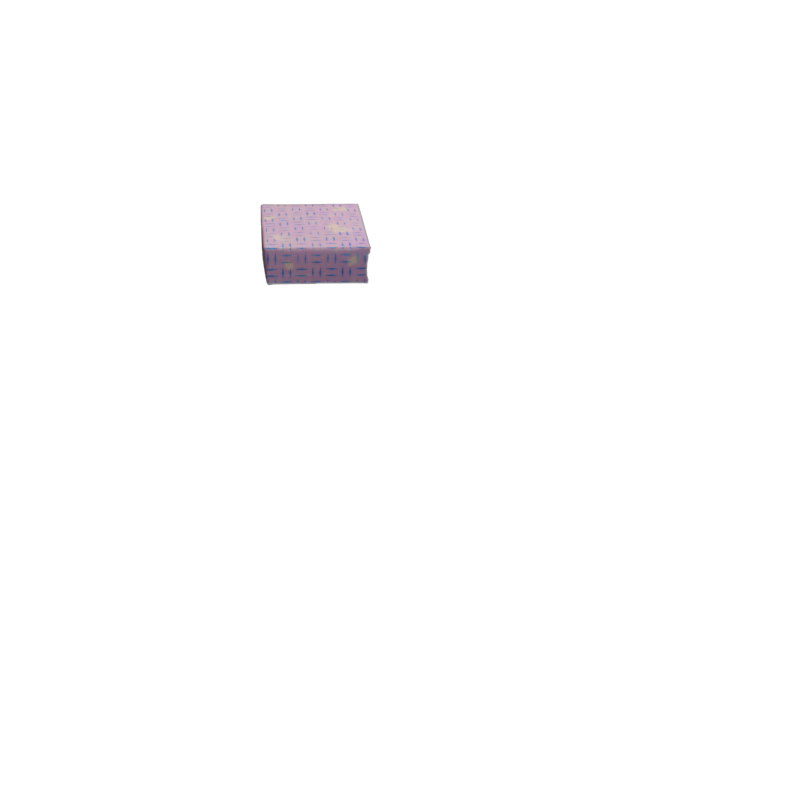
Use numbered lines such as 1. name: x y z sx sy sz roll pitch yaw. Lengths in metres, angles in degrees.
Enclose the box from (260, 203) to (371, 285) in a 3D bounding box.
1. box: -0.076 -0.138 0.965 0.089 0.037 0.121 -3 29 -5
